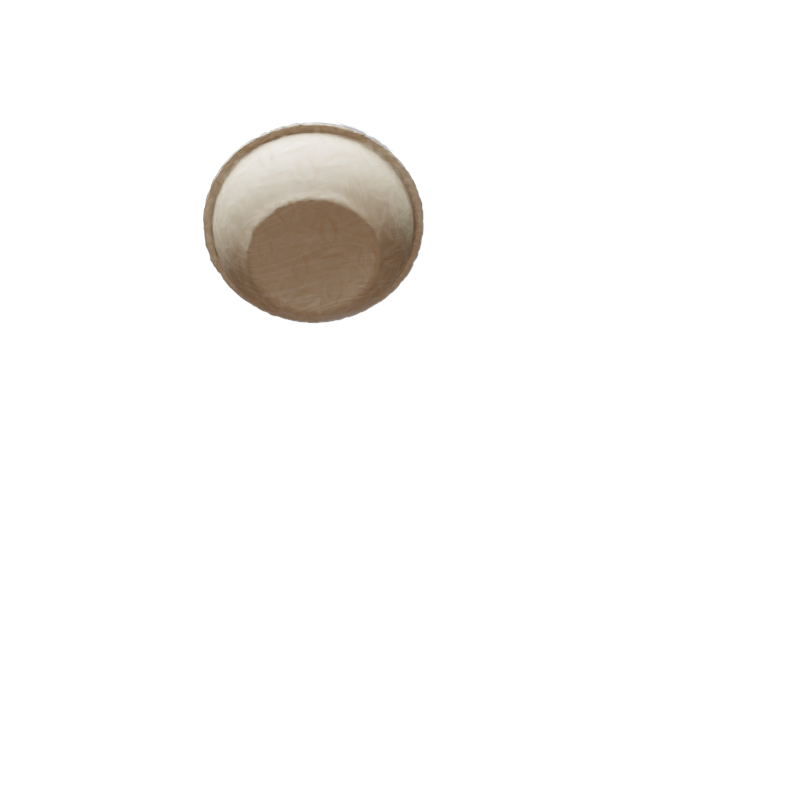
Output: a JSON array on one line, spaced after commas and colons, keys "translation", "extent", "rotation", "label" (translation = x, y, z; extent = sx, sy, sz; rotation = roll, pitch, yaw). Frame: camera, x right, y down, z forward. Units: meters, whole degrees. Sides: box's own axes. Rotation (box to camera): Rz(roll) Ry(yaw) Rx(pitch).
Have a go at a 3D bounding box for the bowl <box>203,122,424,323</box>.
[{"translation": [-0.062, -0.112, 0.788], "extent": [0.162, 0.153, 0.058], "rotation": [1, 28, -1], "label": "bowl"}]
